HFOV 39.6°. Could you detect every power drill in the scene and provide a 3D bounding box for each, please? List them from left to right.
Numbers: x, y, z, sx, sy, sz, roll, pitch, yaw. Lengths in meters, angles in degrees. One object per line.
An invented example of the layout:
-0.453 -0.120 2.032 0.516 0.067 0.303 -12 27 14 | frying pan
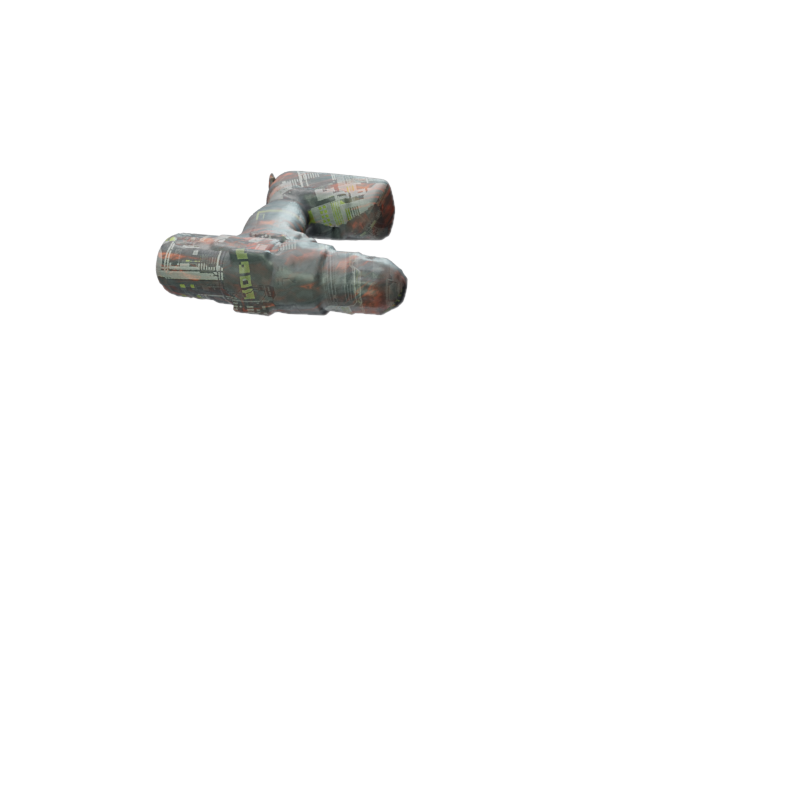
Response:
-0.065 -0.119 0.835 0.190 0.055 0.192 8 27 17 | power drill
